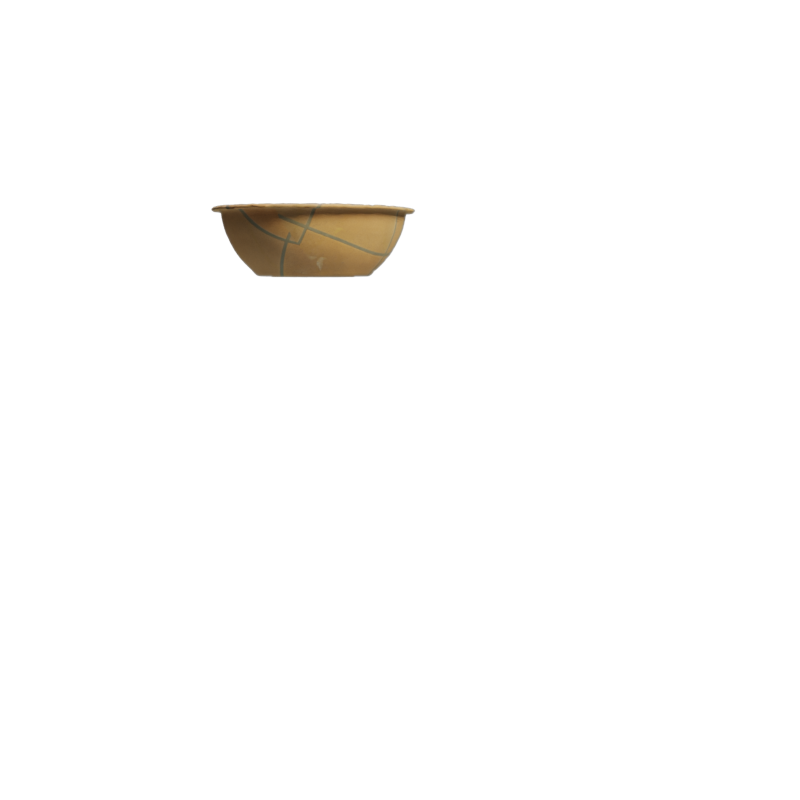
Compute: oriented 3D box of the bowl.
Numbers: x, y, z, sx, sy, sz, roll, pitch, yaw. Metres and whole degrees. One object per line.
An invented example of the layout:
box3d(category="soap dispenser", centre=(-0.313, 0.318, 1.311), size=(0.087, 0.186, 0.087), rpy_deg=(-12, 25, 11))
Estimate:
box3d(category="bowl", centre=(-0.069, -0.126, 0.883), size=(0.162, 0.055, 0.164), rpy_deg=(0, 7, -2))
